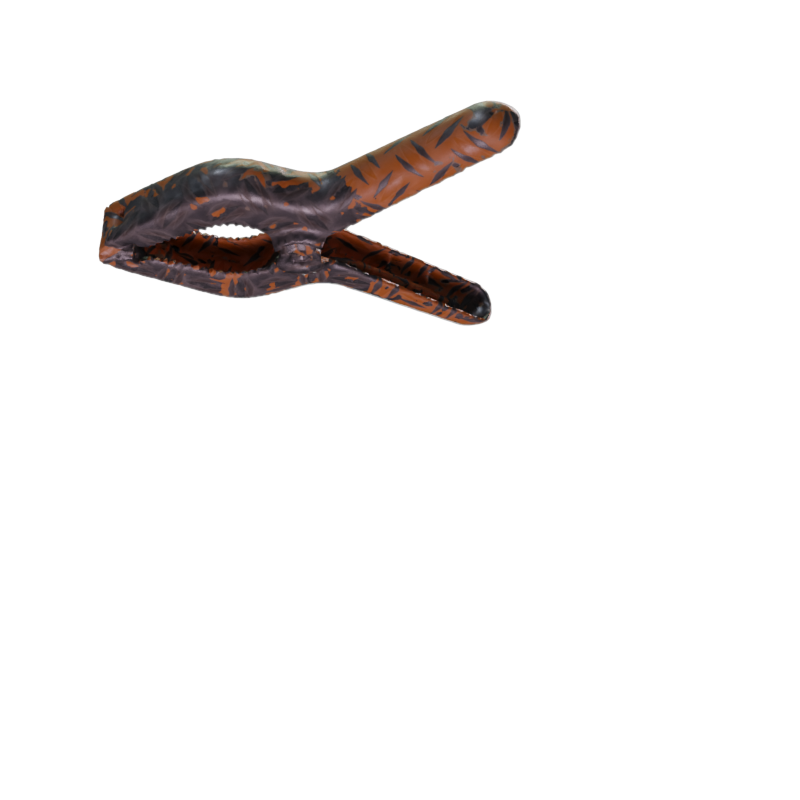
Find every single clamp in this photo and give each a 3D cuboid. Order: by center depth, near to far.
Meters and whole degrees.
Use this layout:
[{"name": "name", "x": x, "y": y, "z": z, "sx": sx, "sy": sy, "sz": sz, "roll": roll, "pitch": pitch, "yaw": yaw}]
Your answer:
[{"name": "clamp", "x": -0.044, "y": -0.080, "z": 0.562, "sx": 0.211, "sy": 0.039, "sz": 0.153, "roll": -4, "pitch": -32, "yaw": 7}]
